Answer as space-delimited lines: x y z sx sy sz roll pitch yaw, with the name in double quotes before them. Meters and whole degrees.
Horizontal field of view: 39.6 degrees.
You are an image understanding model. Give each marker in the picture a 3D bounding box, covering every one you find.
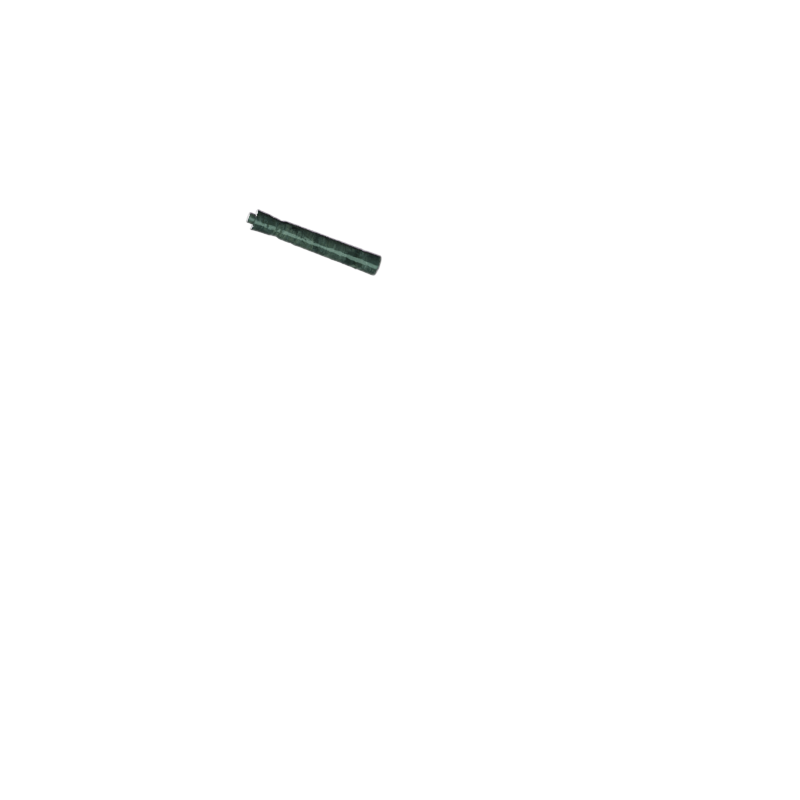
"marker" -0.075 -0.136 0.953 0.119 0.020 0.020 20 0 -8
